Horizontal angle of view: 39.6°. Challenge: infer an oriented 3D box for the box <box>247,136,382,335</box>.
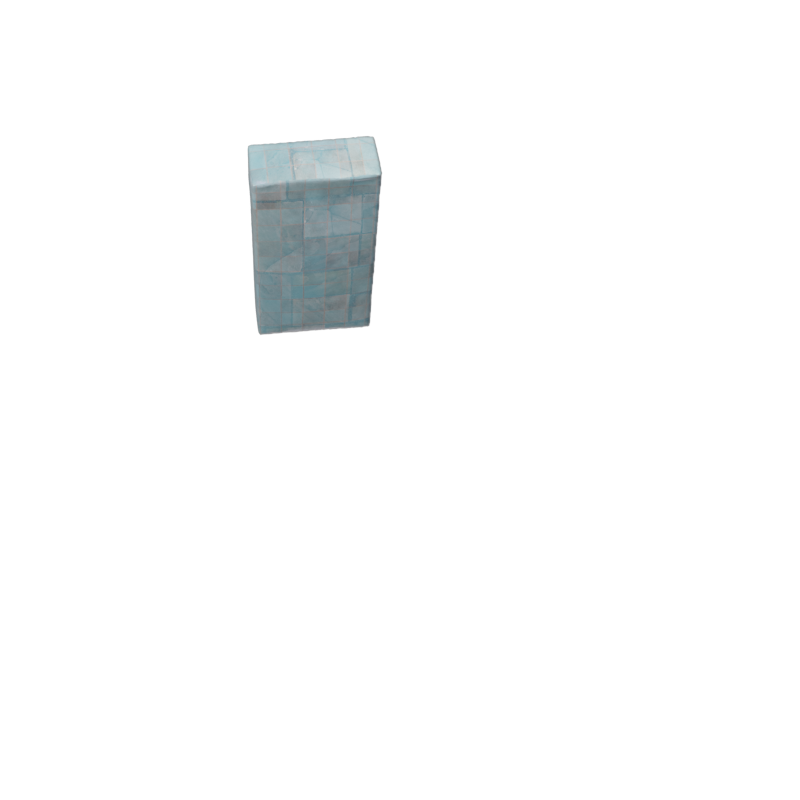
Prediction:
[{"bbox_3d":[-0.065,-0.119,0.833,0.093,0.052,0.165,-4,-33,-6],"label":"box"}]
